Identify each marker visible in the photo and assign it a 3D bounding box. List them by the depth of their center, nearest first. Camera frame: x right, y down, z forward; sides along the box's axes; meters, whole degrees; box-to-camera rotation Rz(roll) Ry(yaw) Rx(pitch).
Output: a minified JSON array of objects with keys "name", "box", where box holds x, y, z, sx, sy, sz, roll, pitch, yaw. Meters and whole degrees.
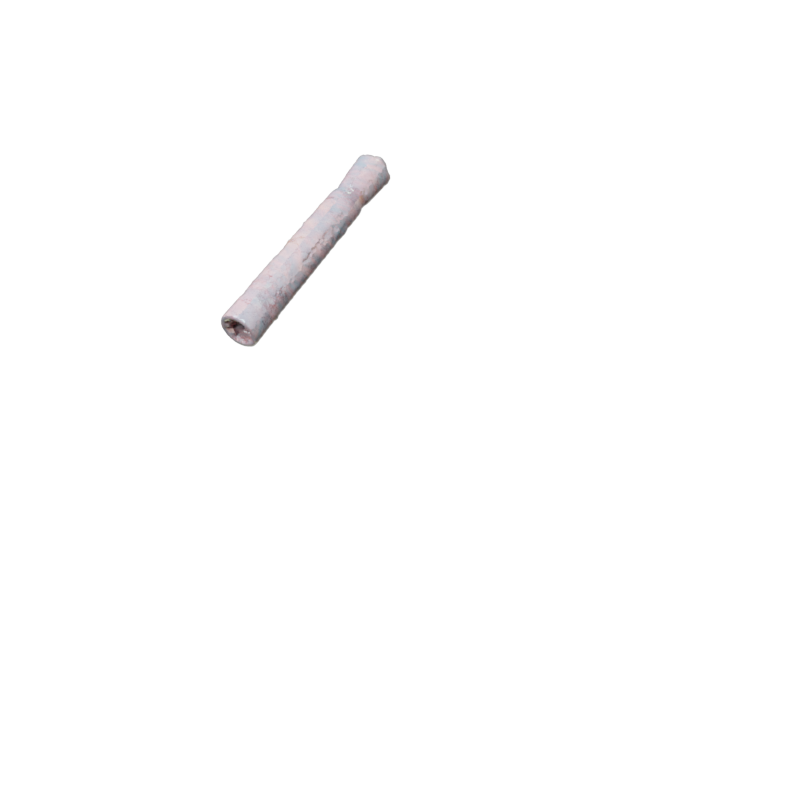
[{"name":"marker","box":[-0.040,-0.072,0.506,0.021,0.018,0.125,2,45,40]}]
